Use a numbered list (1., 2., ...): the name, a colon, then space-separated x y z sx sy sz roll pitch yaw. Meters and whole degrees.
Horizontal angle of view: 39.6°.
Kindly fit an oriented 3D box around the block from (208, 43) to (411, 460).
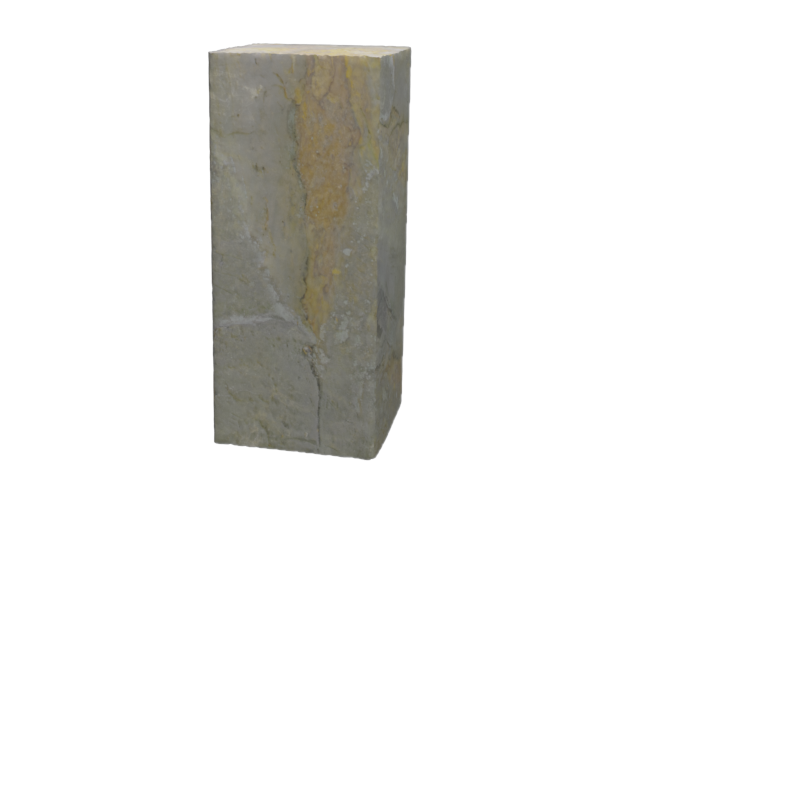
1. block: -0.046 -0.085 0.597 0.092 0.200 0.092 4 15 11
